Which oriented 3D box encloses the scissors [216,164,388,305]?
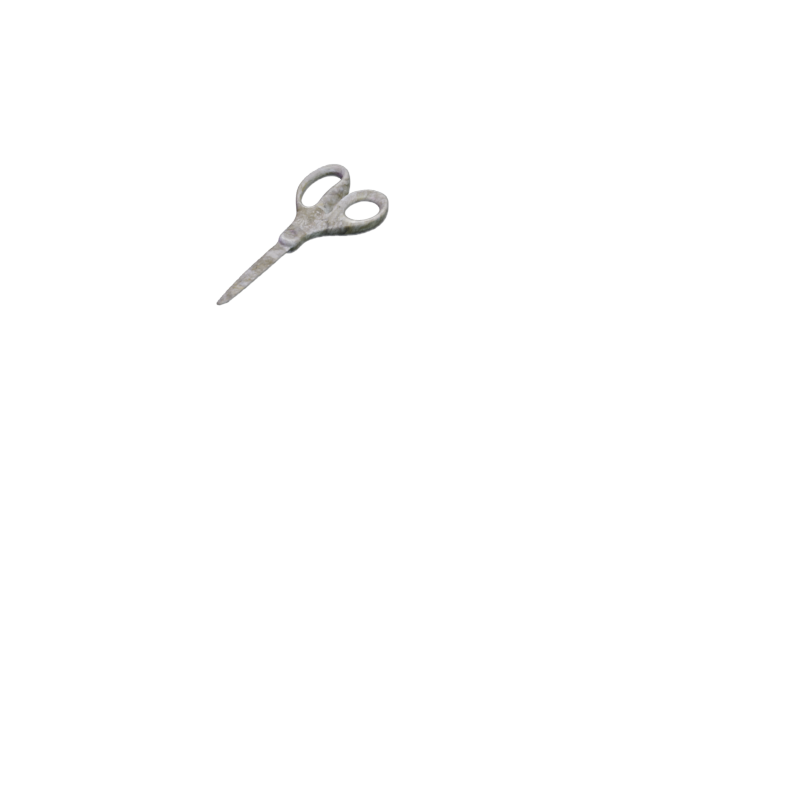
[{"bbox_3d":[-0.077,-0.140,0.983,0.099,0.211,0.015,14,-40,12],"label":"scissors"}]
